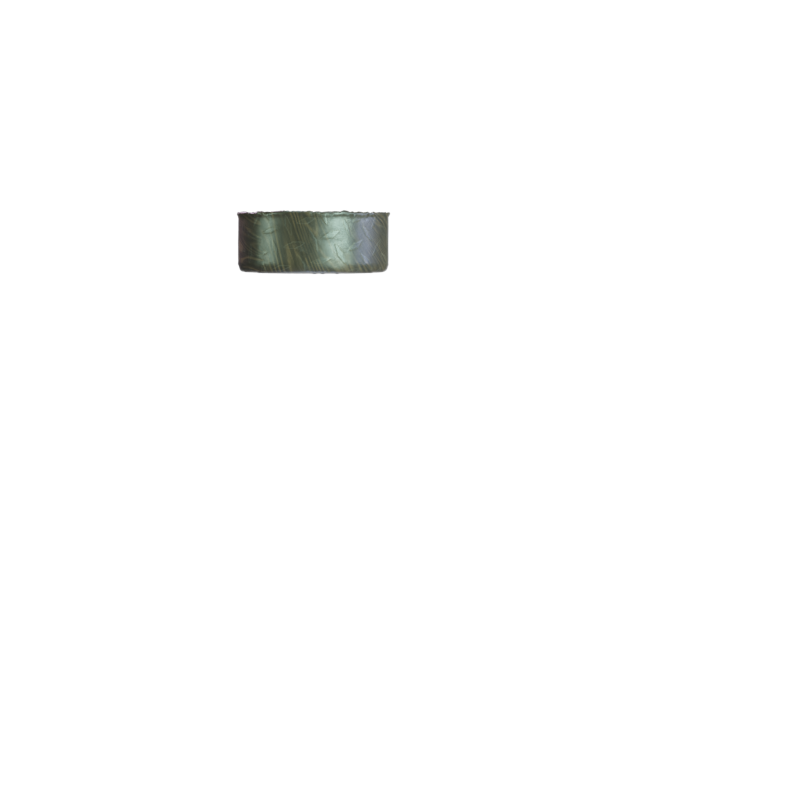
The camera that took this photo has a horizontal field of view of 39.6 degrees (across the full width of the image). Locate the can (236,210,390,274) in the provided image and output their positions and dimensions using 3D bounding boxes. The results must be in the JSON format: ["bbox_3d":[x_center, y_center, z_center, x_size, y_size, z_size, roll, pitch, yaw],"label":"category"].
[{"bbox_3d":[-0.049,-0.089,0.622,0.086,0.033,0.087,0,7,-2],"label":"can"}]
